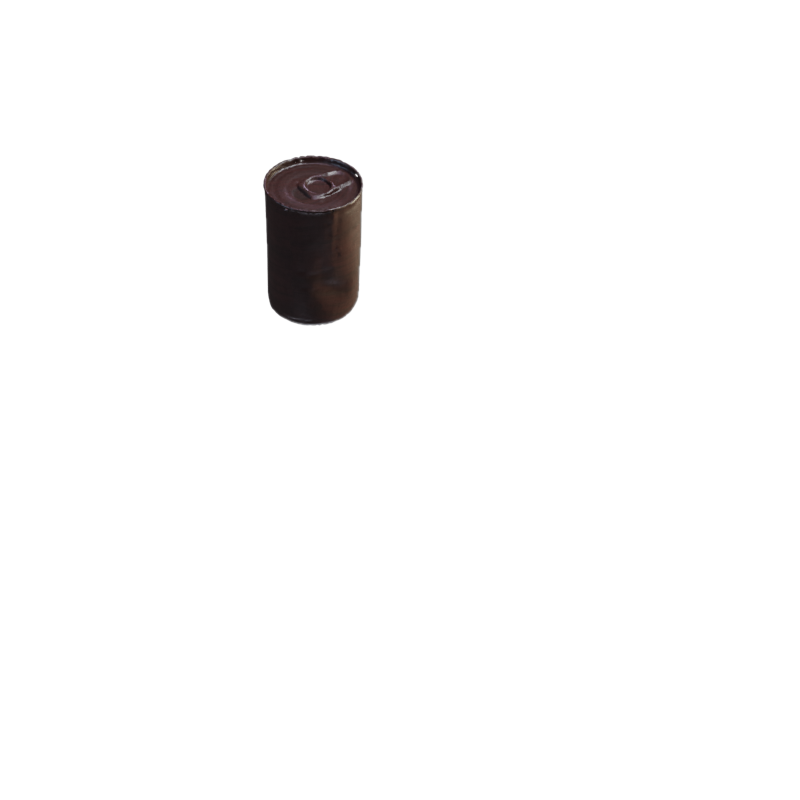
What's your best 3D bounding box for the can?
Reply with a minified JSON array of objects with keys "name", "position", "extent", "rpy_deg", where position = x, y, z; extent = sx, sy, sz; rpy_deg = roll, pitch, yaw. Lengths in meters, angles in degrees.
[{"name":"can","position":[-0.061,-0.112,0.782],"extent":[0.068,0.095,0.073],"rpy_deg":[0,41,-3]}]
